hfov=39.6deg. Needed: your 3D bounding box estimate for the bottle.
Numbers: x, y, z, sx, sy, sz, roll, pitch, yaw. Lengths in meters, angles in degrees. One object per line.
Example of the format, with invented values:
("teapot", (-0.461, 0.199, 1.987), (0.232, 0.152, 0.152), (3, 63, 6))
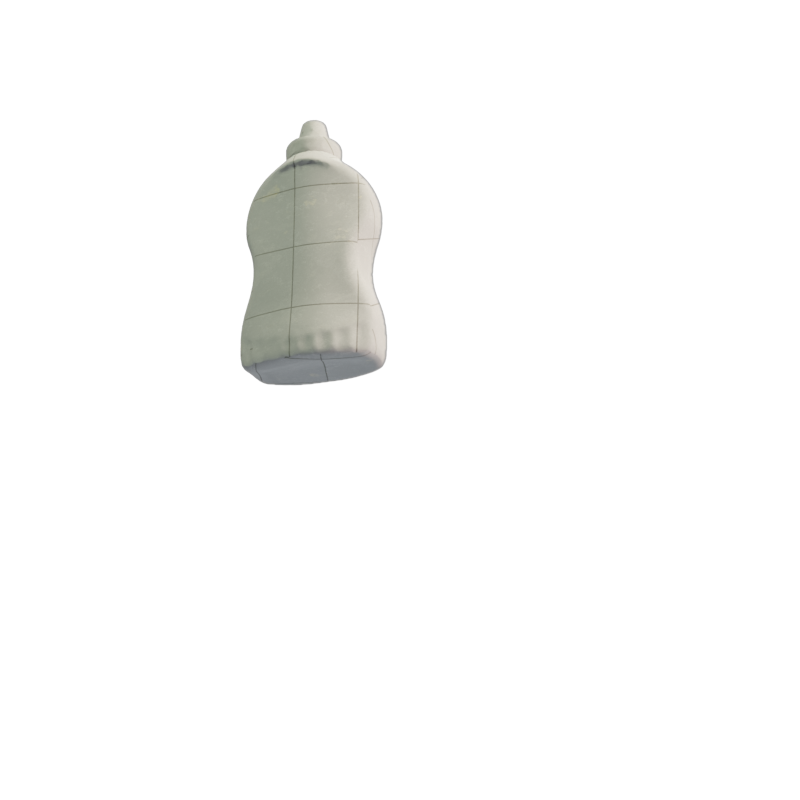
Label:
("bottle", (-0.060, -0.110, 0.773), (0.097, 0.202, 0.054), (-10, -26, 19))
